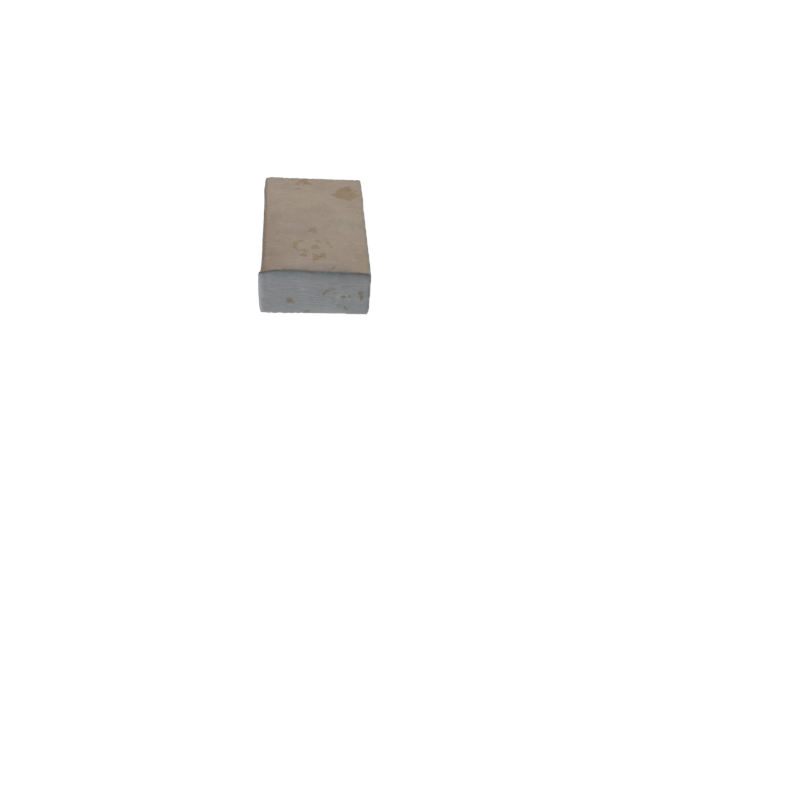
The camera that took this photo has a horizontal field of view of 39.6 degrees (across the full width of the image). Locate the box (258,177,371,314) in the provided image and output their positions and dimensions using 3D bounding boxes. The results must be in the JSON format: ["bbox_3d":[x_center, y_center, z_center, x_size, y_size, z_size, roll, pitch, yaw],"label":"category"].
[{"bbox_3d":[-0.077,-0.140,0.982,0.093,0.045,0.188,1,33,-4],"label":"box"}]
